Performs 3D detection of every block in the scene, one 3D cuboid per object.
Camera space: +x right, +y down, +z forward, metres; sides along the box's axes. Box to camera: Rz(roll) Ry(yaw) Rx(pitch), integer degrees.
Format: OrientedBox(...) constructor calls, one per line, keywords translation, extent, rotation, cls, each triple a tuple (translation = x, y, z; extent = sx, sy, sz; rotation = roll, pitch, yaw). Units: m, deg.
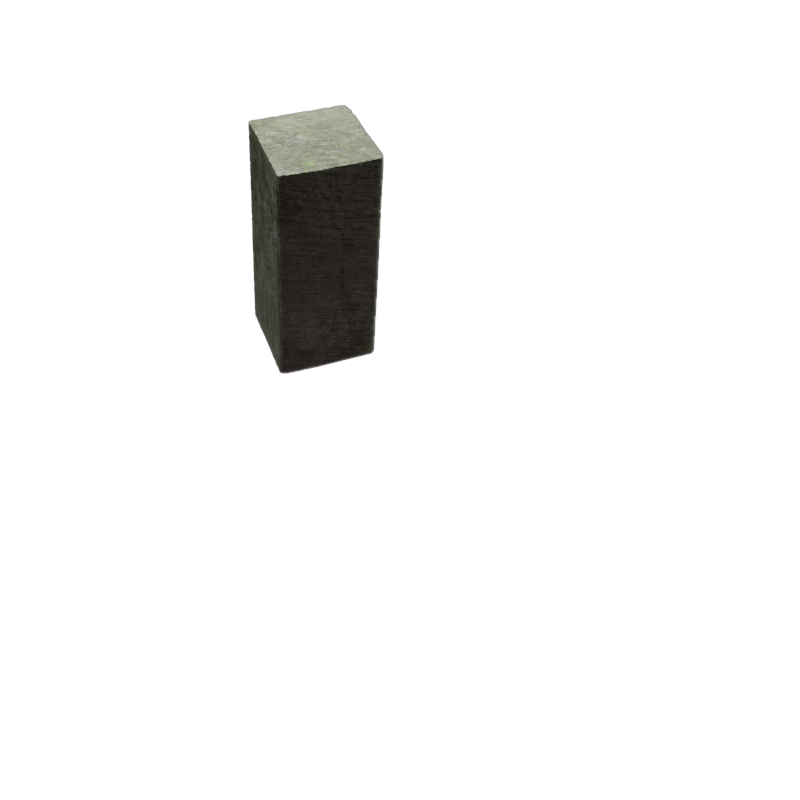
OrientedBox(translation=(-0.073, -0.135, 0.947), extent=(0.089, 0.192, 0.098), rotation=(-12, 42, -17), cls="block")
